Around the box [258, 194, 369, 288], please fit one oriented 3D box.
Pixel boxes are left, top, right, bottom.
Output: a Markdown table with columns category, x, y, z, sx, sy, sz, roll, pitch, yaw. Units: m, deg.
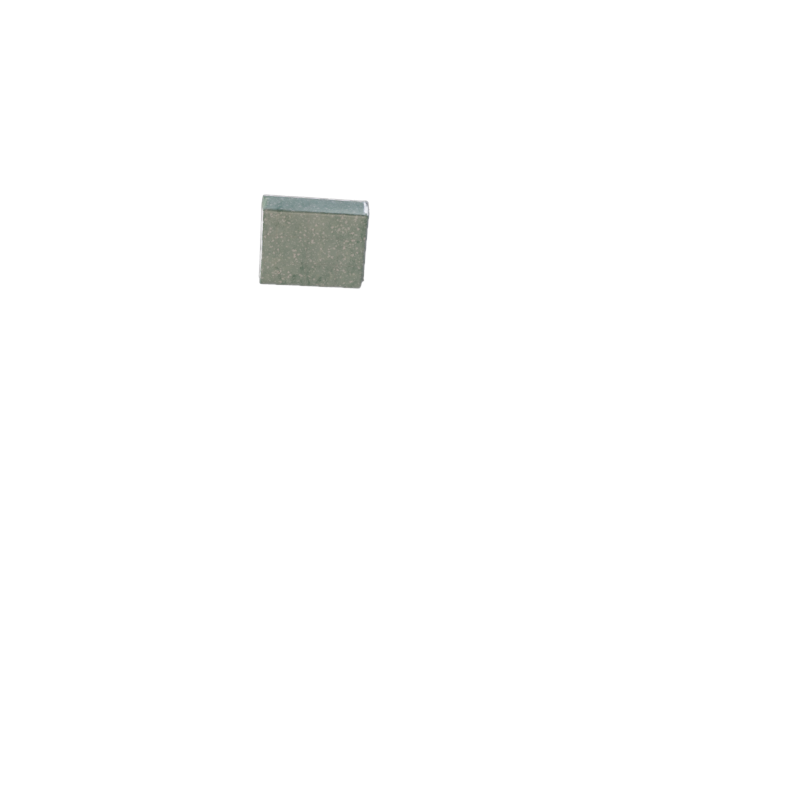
| category | x | y | z | sx | sy | sz | roll | pitch | yaw |
| --- | --- | --- | --- | --- | --- | --- | --- | --- | --- |
| box | -0.072 | -0.132 | 0.926 | 0.089 | 0.069 | 0.032 | 3 | 34 | -3 |
